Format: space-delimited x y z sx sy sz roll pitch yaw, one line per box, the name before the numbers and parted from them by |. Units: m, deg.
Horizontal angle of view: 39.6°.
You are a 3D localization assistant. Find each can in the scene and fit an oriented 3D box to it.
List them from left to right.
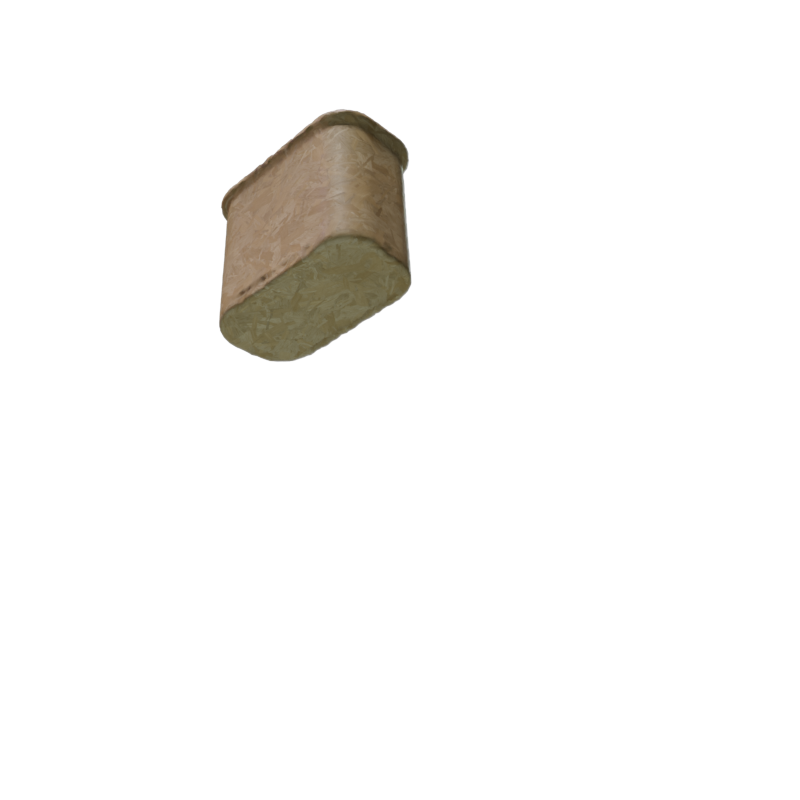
can | -0.042 -0.077 0.538 0.101 0.090 0.054 -32 -47 32
